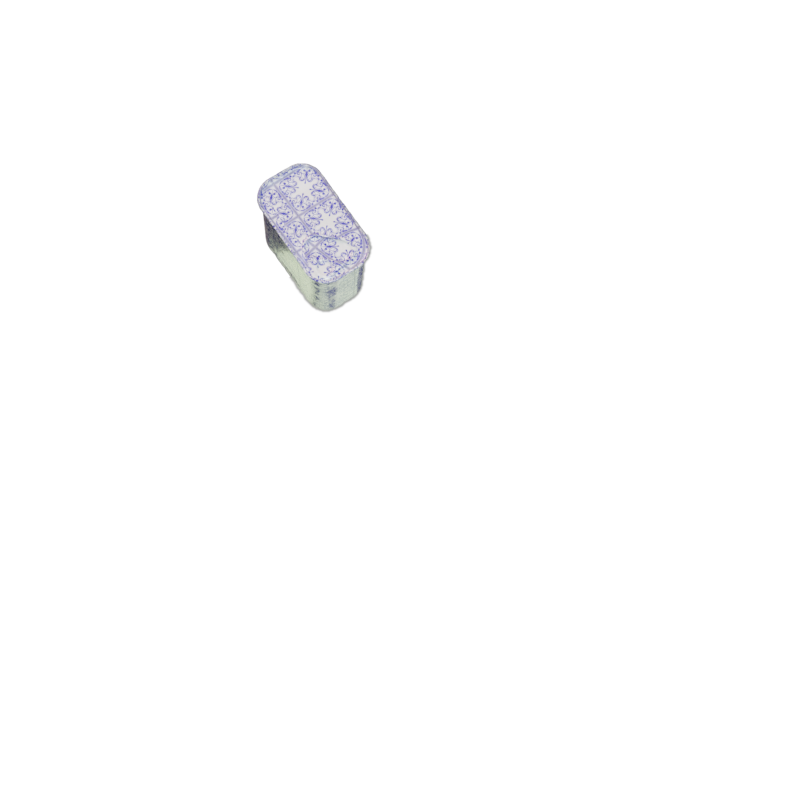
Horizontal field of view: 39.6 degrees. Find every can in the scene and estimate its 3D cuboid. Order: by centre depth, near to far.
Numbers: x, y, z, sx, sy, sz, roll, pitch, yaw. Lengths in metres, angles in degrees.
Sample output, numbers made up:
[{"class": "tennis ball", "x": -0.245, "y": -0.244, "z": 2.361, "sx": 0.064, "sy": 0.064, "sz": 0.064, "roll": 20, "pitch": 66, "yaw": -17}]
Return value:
[{"class": "can", "x": -0.071, "y": -0.129, "z": 0.905, "sx": 0.057, "sy": 0.107, "sz": 0.080, "roll": -32, "pitch": -15, "yaw": -12}]
